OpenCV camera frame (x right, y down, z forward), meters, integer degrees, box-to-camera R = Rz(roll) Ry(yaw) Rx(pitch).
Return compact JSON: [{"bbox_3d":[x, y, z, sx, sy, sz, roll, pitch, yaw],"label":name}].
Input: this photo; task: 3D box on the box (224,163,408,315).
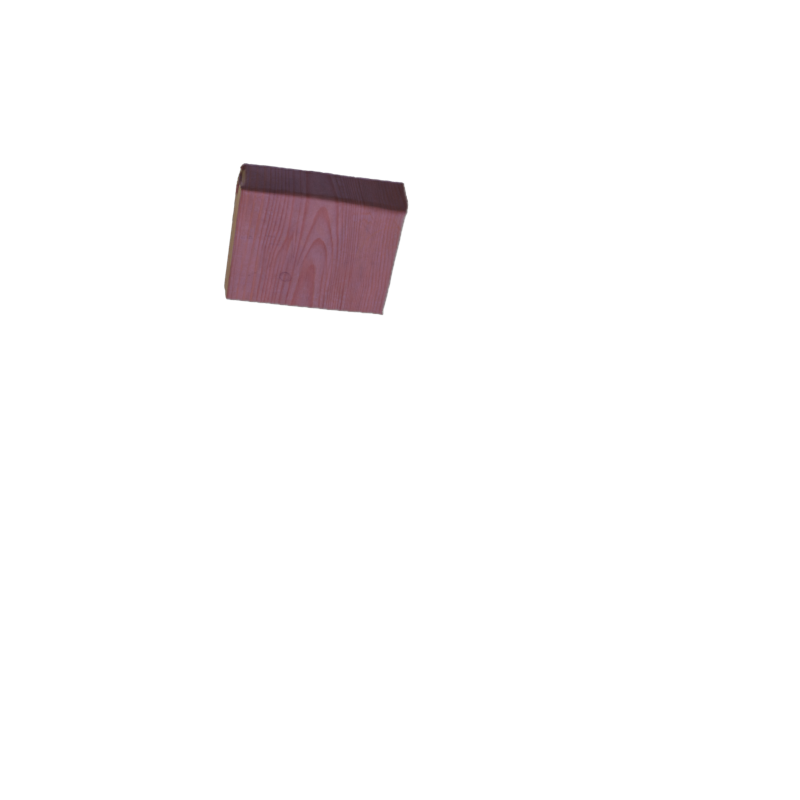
[{"bbox_3d":[-0.058,-0.107,0.745,0.112,0.085,0.042,8,37,-6],"label":"box"}]
